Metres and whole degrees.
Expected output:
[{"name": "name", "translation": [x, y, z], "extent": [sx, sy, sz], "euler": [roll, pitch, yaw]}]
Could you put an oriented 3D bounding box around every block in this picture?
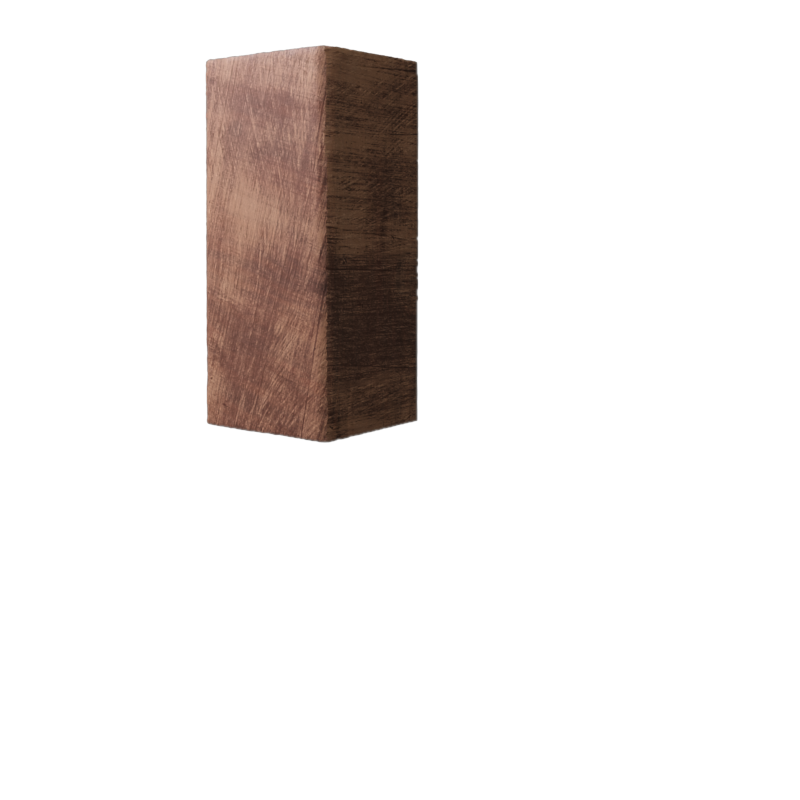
[{"name": "block", "translation": [-0.049, -0.090, 0.630], "extent": [0.094, 0.205, 0.087], "euler": [2, 3, 37]}]
